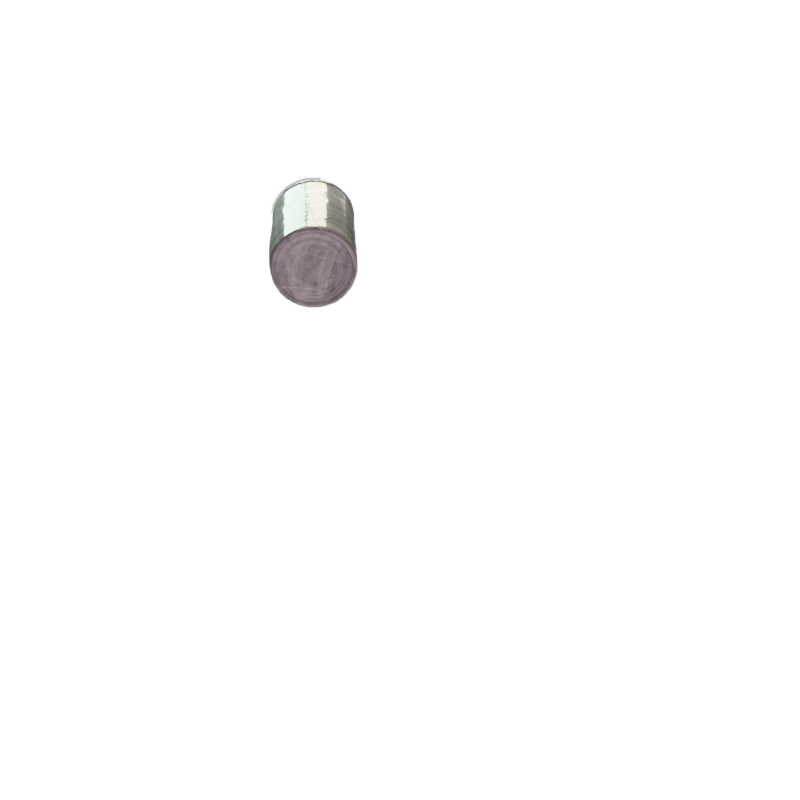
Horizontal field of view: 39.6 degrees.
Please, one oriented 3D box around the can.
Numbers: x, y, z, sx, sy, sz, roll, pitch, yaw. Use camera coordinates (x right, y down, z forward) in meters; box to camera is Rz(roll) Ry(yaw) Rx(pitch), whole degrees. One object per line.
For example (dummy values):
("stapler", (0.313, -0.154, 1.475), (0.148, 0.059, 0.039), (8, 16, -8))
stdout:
("can", (-0.068, -0.125, 0.875), (0.068, 0.065, 0.108), (0, 29, -3))
